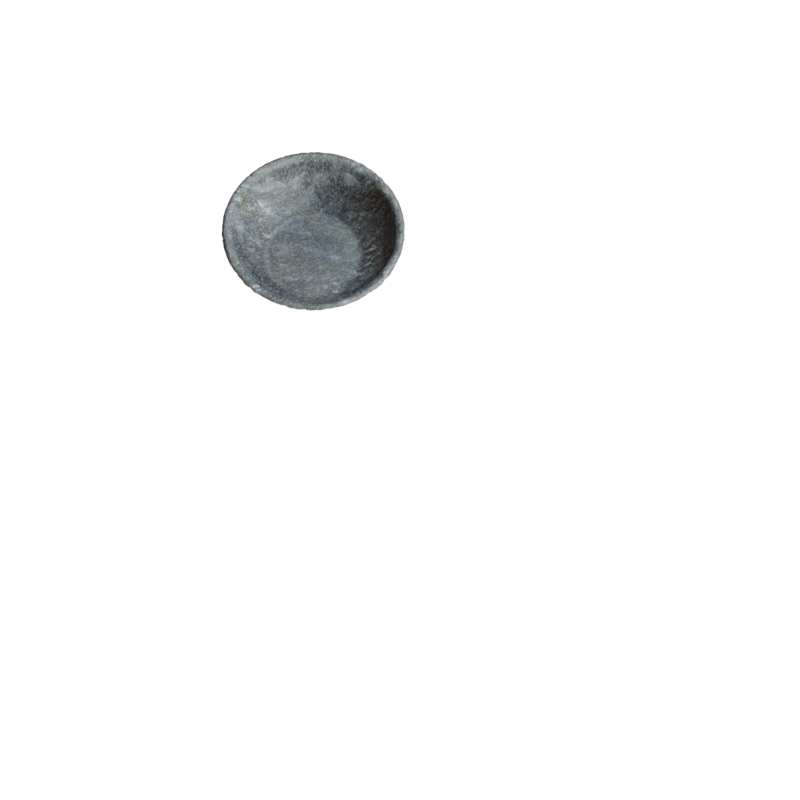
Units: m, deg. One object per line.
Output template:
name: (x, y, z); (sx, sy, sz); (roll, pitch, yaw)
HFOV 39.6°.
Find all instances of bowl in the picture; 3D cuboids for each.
bowl: (-0.078, -0.143, 1.000); (0.162, 0.172, 0.052); (-1, -27, -1)
